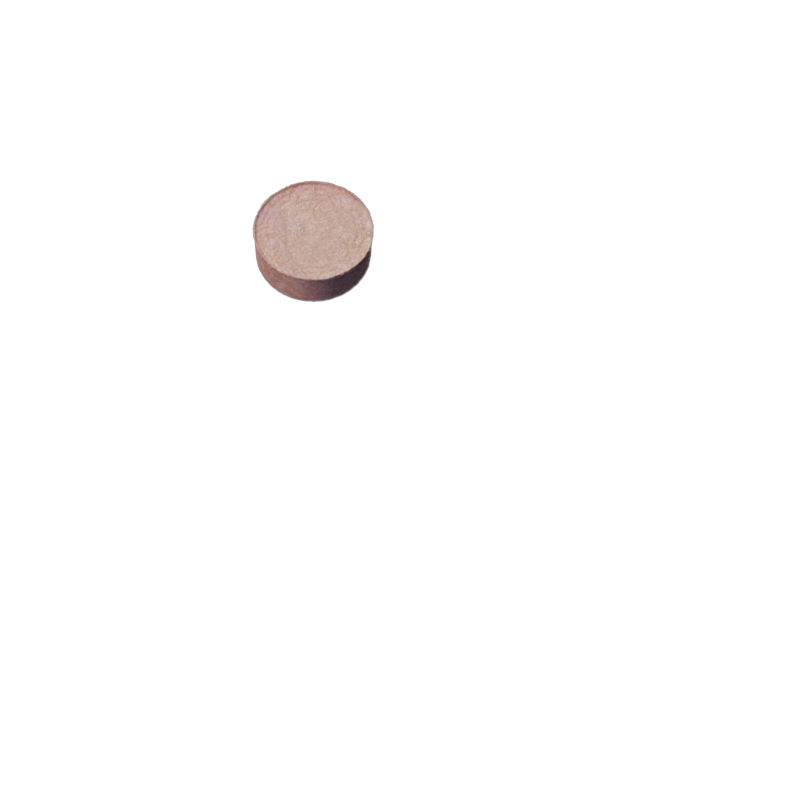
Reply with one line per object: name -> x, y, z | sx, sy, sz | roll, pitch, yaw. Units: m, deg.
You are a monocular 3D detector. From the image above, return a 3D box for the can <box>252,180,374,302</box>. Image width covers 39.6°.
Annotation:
can -> -0.062, -0.114, 0.797 | 0.086, 0.092, 0.031 | -1, -32, -1
